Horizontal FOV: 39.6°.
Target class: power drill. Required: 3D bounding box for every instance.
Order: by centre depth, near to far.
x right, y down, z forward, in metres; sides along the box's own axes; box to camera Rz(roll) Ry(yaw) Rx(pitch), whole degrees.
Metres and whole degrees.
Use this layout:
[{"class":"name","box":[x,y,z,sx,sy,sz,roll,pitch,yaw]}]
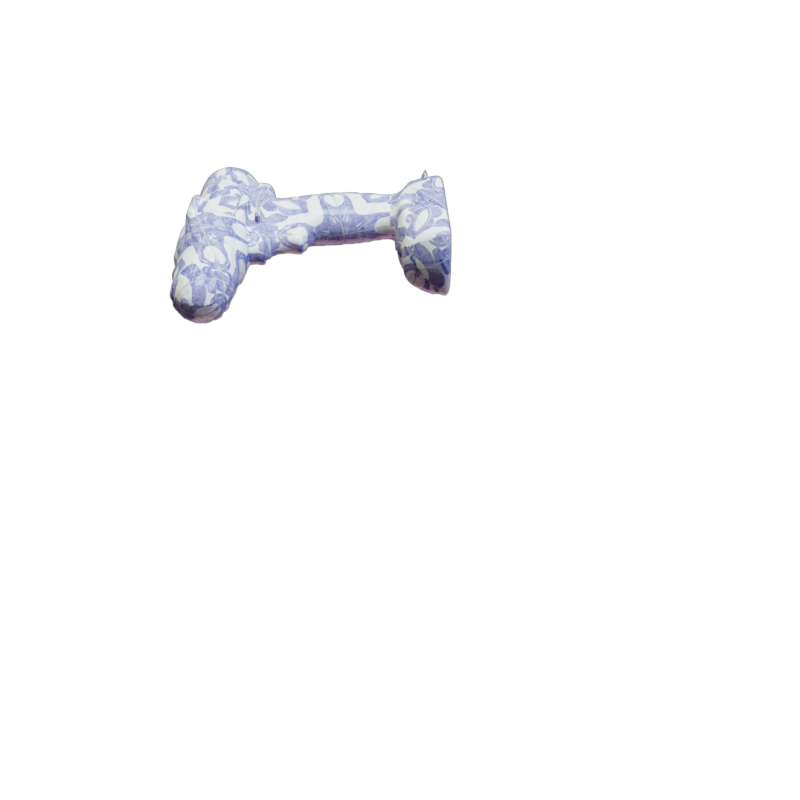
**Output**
[{"class":"power drill","box":[-0.060,-0.110,0.768,0.188,0.054,0.196,1,34,1]}]
